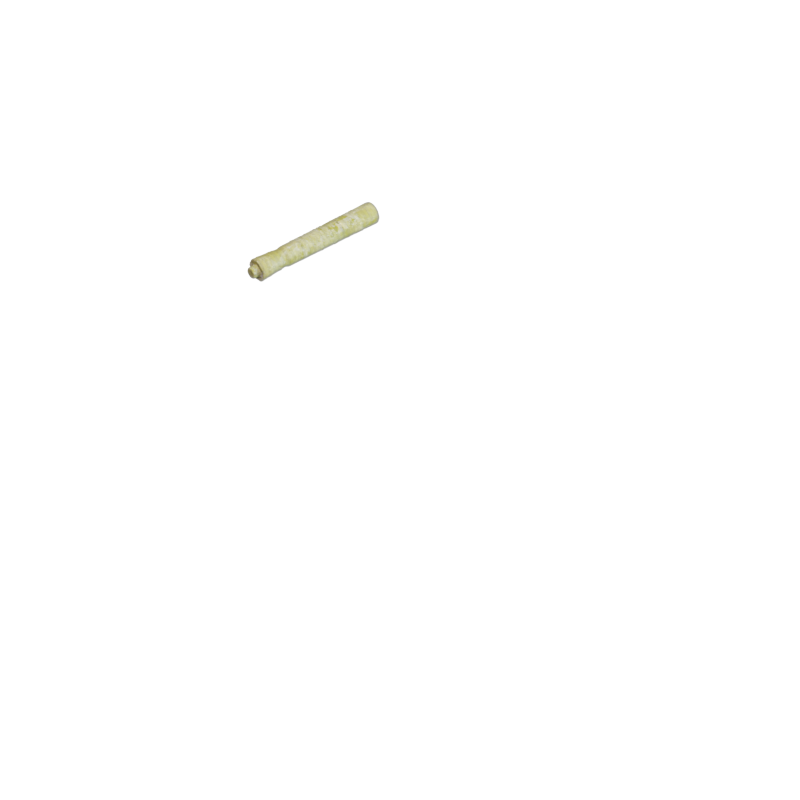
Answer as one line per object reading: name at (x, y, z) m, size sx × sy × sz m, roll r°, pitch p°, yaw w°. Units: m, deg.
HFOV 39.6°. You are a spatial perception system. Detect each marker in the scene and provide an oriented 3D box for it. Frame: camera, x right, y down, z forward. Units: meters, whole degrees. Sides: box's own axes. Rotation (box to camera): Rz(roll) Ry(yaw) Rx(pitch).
marker at (-0.068, -0.124, 0.871) m, size 0.121 × 0.019 × 0.020 m, roll -31°, pitch 19°, yaw -28°
